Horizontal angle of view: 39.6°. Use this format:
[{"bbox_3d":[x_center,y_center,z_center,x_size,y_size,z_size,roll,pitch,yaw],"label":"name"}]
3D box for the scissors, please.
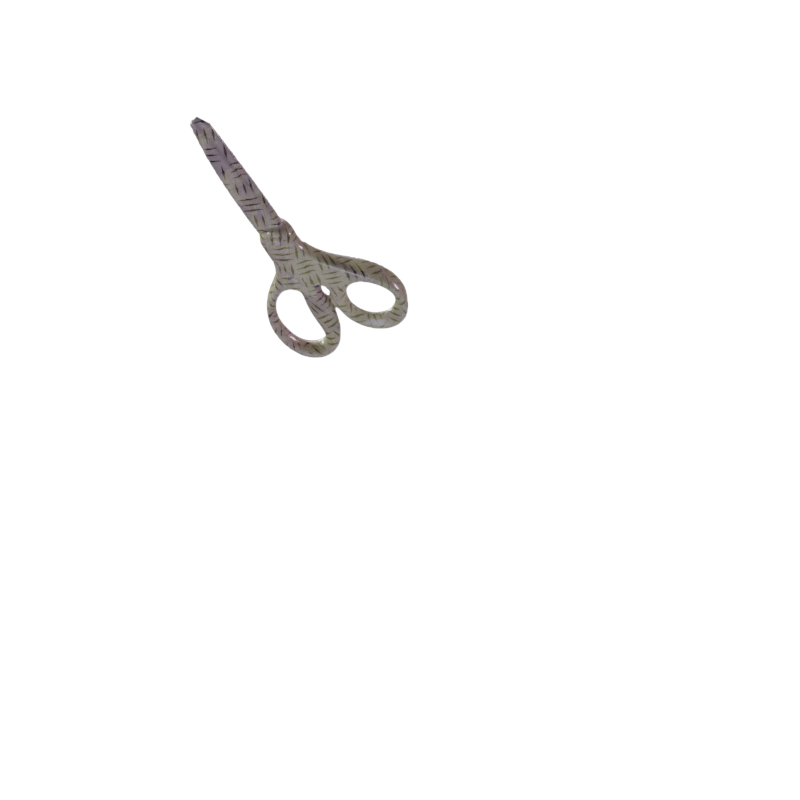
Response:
[{"bbox_3d":[-0.050,-0.091,0.639,0.097,0.017,0.187,-5,-39,6],"label":"scissors"}]
